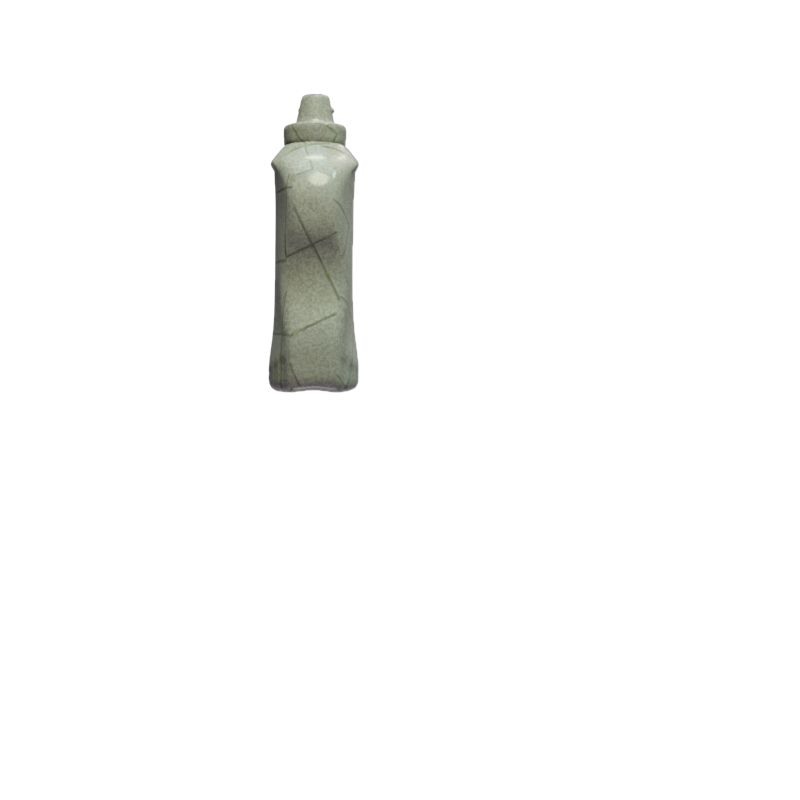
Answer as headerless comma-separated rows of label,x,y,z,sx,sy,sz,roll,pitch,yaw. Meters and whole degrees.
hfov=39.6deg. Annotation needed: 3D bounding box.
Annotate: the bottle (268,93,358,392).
bottle,-0.056,-0.103,0.720,0.058,0.194,0.095,0,-3,-1
